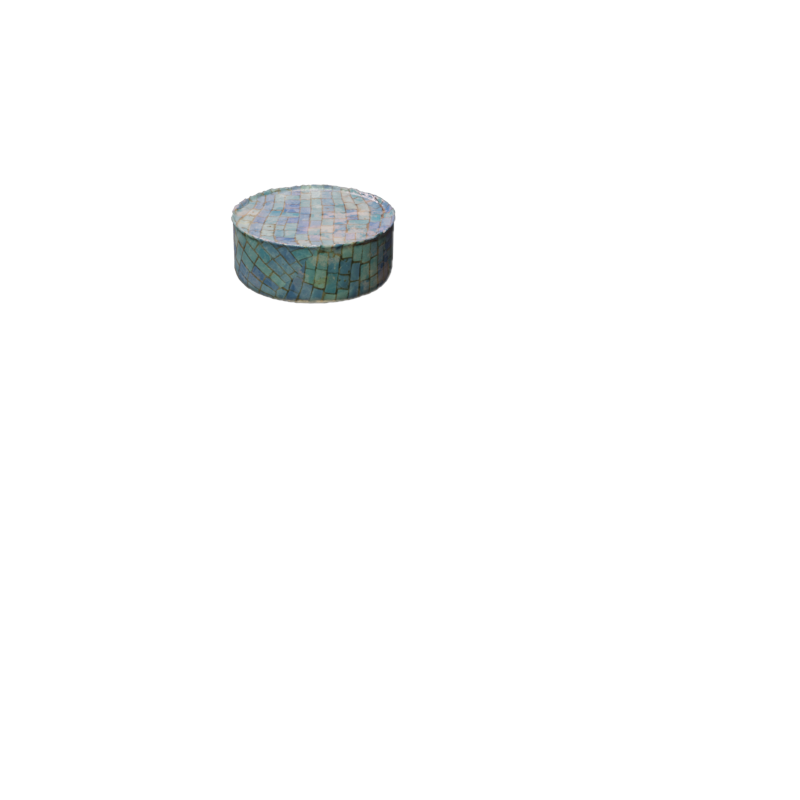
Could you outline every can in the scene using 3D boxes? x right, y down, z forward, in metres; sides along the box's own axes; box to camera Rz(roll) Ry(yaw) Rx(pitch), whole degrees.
[{"bbox_3d":[-0.046,-0.083,0.585,0.086,0.032,0.091,-1,29,-2],"label":"can"}]
